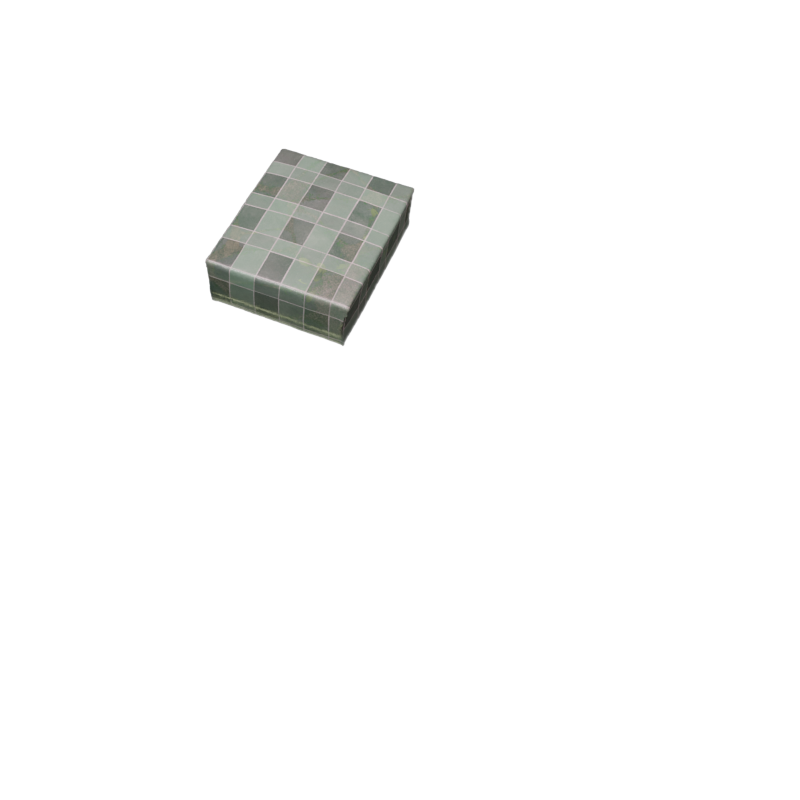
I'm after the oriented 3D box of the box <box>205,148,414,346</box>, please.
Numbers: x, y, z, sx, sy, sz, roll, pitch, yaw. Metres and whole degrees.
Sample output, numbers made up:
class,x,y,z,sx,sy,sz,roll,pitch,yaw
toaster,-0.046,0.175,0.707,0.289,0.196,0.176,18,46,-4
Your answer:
class,x,y,z,sx,sy,sz,roll,pitch,yaw
box,-0.052,-0.095,0.668,0.092,0.118,0.036,17,-37,13
